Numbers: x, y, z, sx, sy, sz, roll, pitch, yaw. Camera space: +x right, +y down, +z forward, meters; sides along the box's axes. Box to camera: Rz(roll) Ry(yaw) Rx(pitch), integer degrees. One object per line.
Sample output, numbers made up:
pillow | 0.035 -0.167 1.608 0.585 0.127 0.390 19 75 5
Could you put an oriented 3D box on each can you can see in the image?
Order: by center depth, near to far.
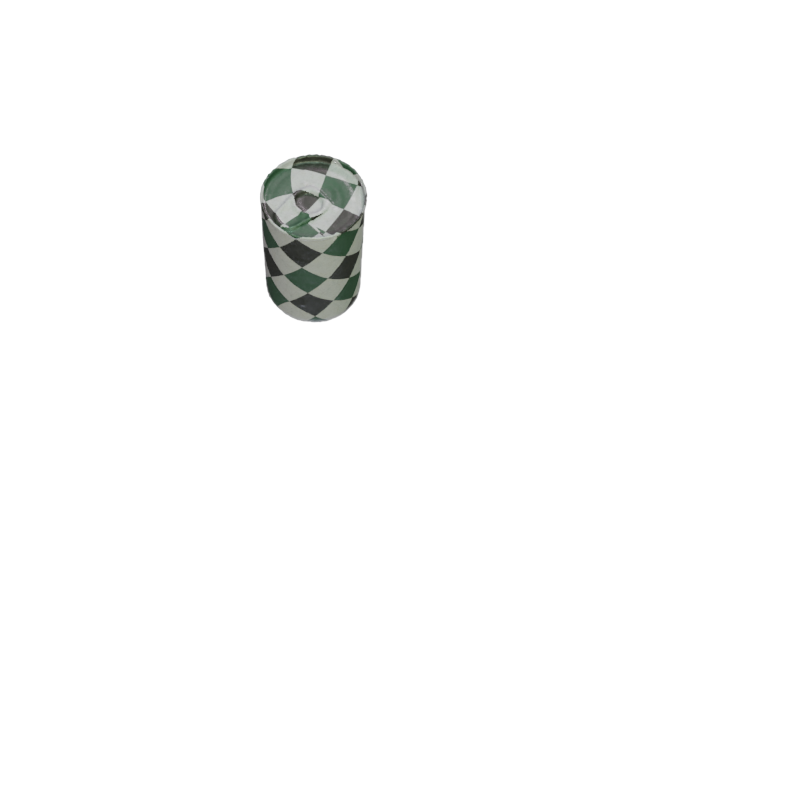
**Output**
can | -0.058 -0.106 0.742 0.068 0.073 0.096 0 -31 -3
